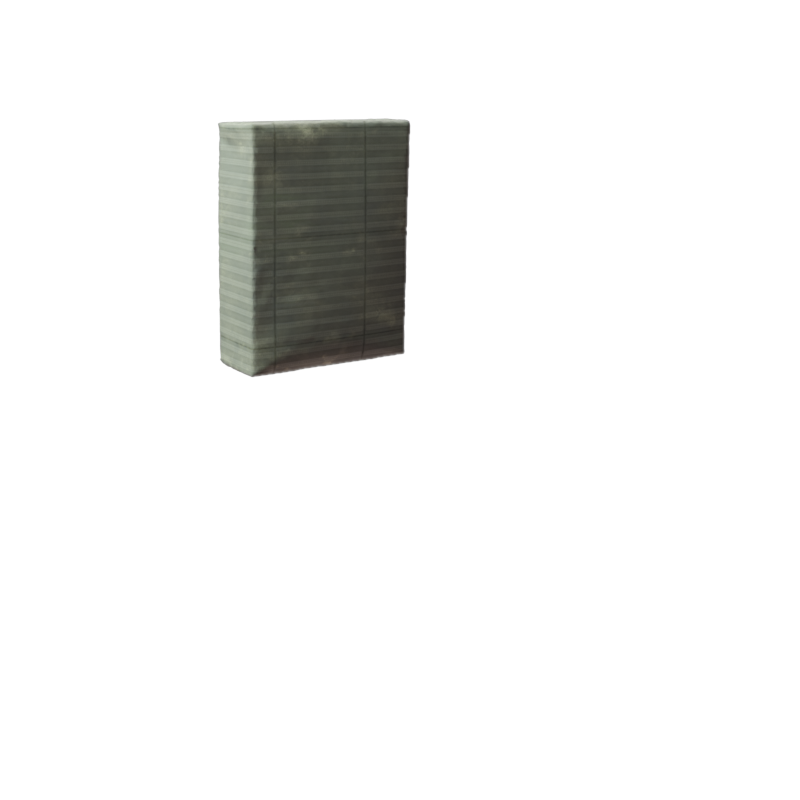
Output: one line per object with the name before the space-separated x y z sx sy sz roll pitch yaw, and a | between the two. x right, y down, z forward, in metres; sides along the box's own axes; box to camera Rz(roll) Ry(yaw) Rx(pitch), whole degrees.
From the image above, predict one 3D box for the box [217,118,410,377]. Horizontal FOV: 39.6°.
box | -0.076 -0.139 0.976 0.159 0.209 0.075 -7 11 -34
